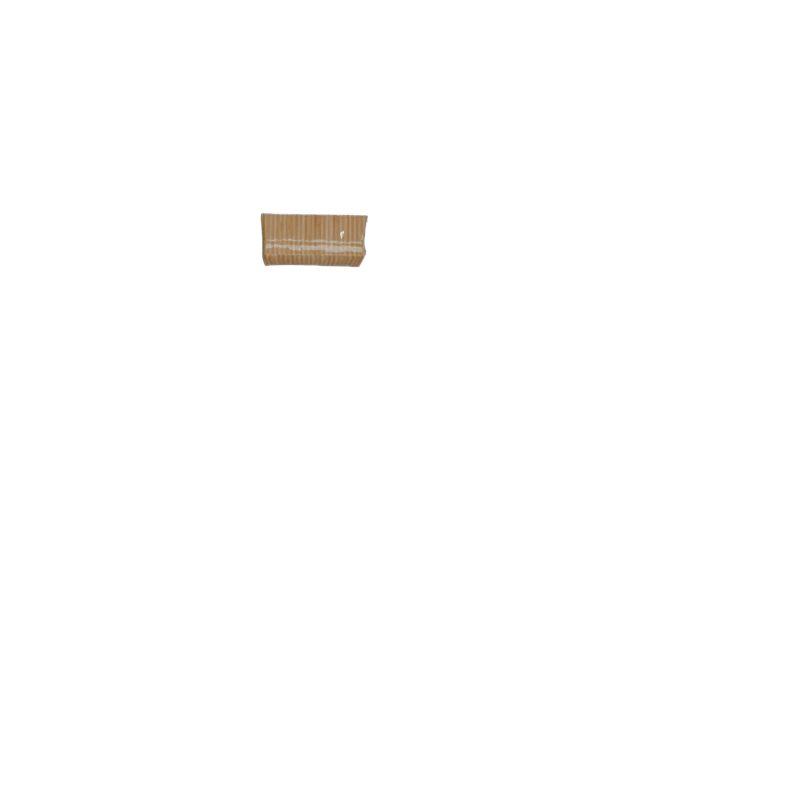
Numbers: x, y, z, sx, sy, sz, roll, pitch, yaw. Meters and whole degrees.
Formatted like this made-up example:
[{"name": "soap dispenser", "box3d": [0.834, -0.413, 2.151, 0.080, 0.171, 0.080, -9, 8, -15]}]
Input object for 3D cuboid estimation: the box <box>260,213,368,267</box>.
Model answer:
[{"name": "box", "box3d": [-0.076, -0.138, 0.968, 0.089, 0.039, 0.114, 0, 3, -4]}]
